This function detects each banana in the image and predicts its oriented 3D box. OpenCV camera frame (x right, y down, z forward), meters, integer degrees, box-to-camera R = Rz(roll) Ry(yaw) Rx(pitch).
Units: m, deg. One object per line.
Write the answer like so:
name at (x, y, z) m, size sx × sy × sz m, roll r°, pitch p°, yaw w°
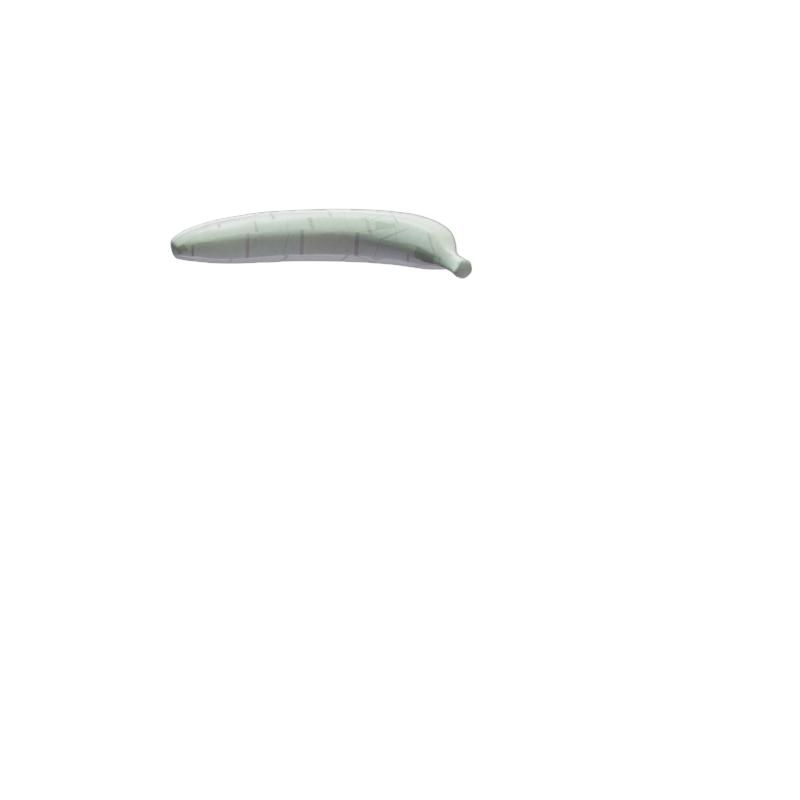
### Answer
banana at (-0.049, -0.106, 0.729) m, size 0.202 × 0.036 × 0.070 m, roll 4°, pitch 14°, yaw 13°
